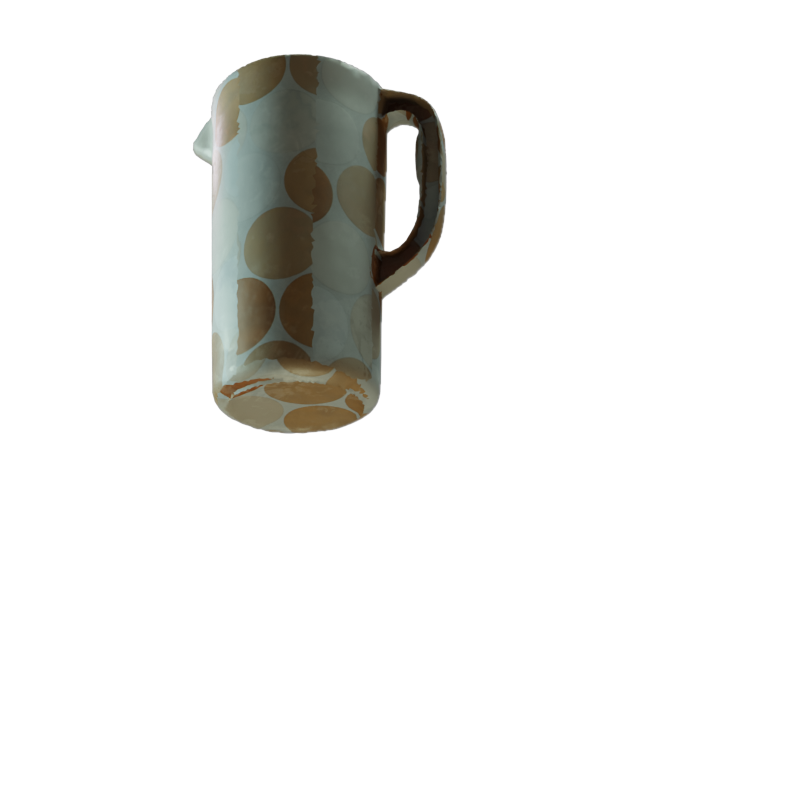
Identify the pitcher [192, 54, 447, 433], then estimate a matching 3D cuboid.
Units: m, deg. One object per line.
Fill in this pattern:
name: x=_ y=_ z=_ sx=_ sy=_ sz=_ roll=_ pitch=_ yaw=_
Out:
pitcher: x=-0.060 y=-0.109 z=0.761 sx=0.139 sy=0.258 sz=0.147 roll=14 pitch=-32 yaw=-28
